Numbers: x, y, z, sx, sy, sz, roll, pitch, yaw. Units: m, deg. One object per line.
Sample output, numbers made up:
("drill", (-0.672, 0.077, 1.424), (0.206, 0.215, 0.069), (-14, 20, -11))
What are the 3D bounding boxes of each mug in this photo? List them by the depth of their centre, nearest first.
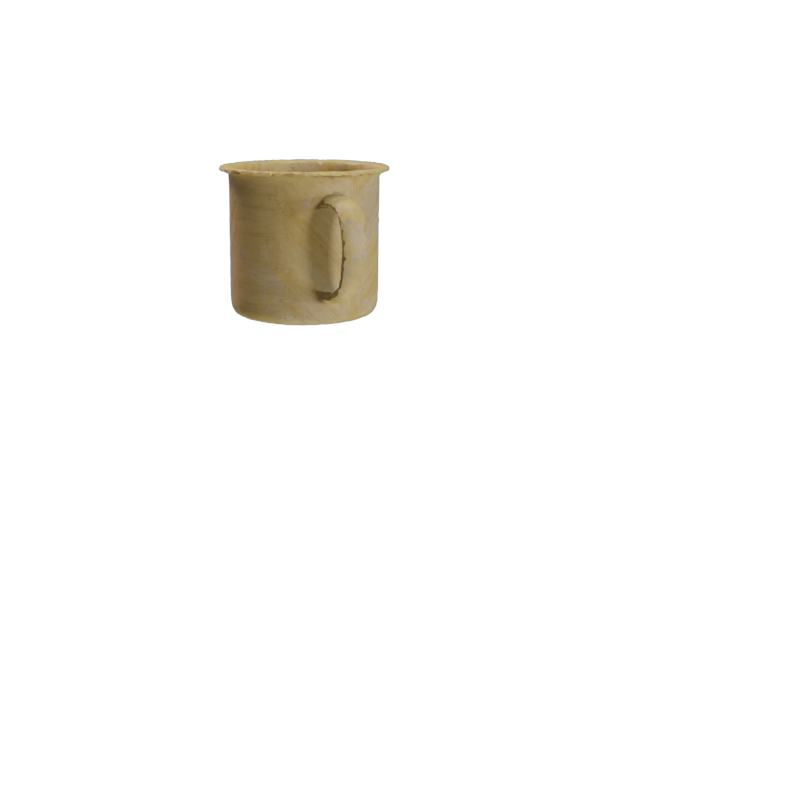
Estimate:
("mug", (-0.047, -0.085, 0.598), (0.091, 0.079, 0.123), (-6, 15, -27))
